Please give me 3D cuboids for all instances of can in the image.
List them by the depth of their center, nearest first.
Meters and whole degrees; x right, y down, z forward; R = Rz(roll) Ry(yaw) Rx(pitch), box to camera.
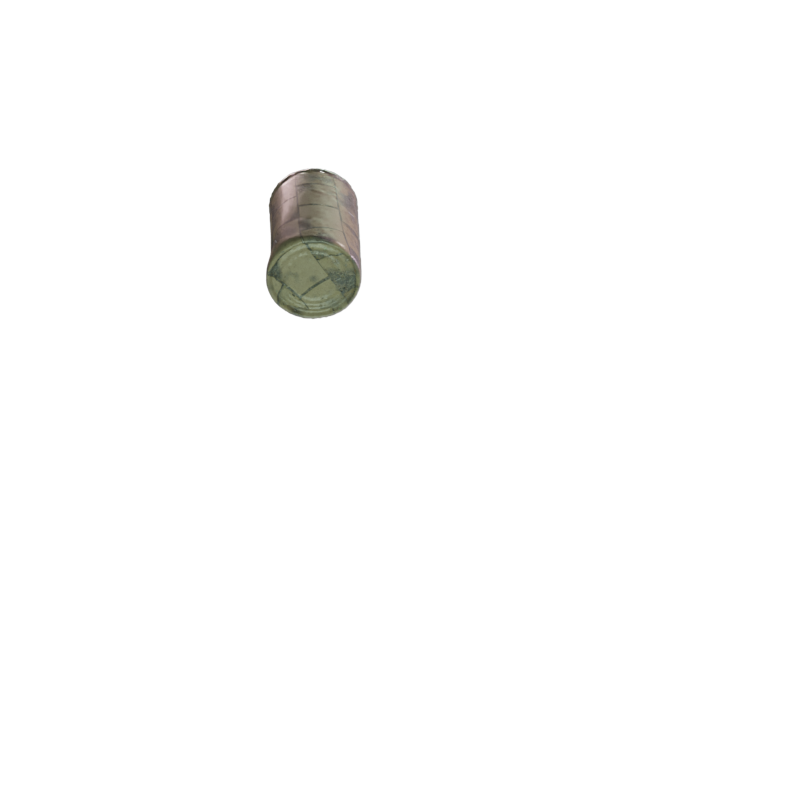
[{"bbox_3d":[-0.063,-0.114,0.801,0.068,0.064,0.109,-1,36,-3],"label":"can"}]
